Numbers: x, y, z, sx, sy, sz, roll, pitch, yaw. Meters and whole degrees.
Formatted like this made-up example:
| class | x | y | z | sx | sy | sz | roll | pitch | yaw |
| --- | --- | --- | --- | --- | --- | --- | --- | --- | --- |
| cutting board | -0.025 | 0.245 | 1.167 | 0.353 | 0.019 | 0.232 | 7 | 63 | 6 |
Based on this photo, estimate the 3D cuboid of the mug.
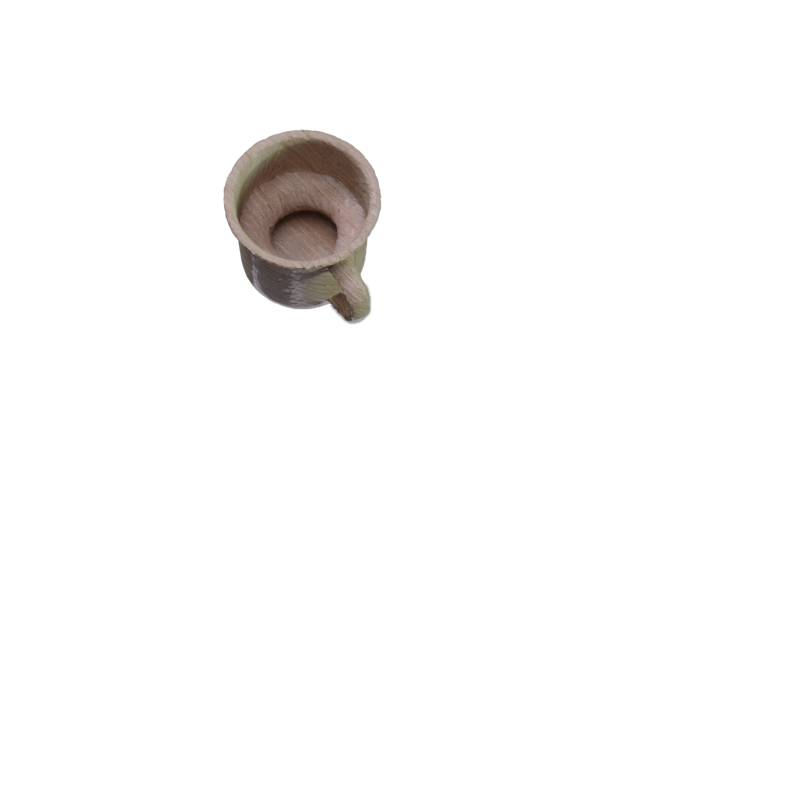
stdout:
| class | x | y | z | sx | sy | sz | roll | pitch | yaw |
| --- | --- | --- | --- | --- | --- | --- | --- | --- | --- |
| mug | -0.053 | -0.098 | 0.683 | 0.093 | 0.123 | 0.077 | -32 | -19 | -14 |
